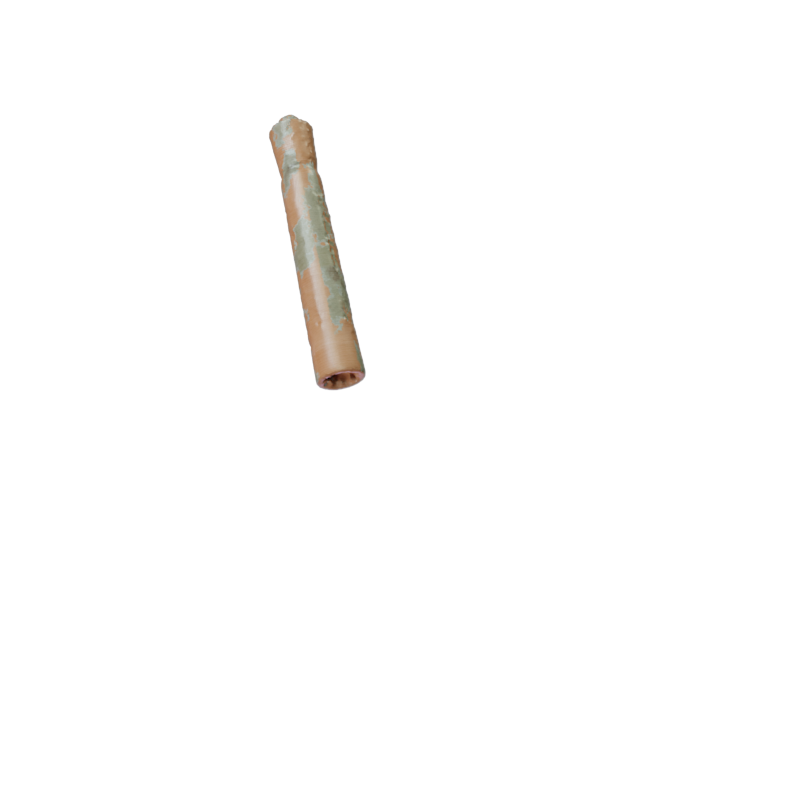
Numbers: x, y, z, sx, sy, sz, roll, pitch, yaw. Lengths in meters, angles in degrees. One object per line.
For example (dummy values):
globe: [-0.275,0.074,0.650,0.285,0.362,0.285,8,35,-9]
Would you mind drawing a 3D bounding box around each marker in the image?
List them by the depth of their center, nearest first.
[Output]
marker: [-0.035,-0.063,0.441,0.020,0.129,0.019,-9,-28,-7]
